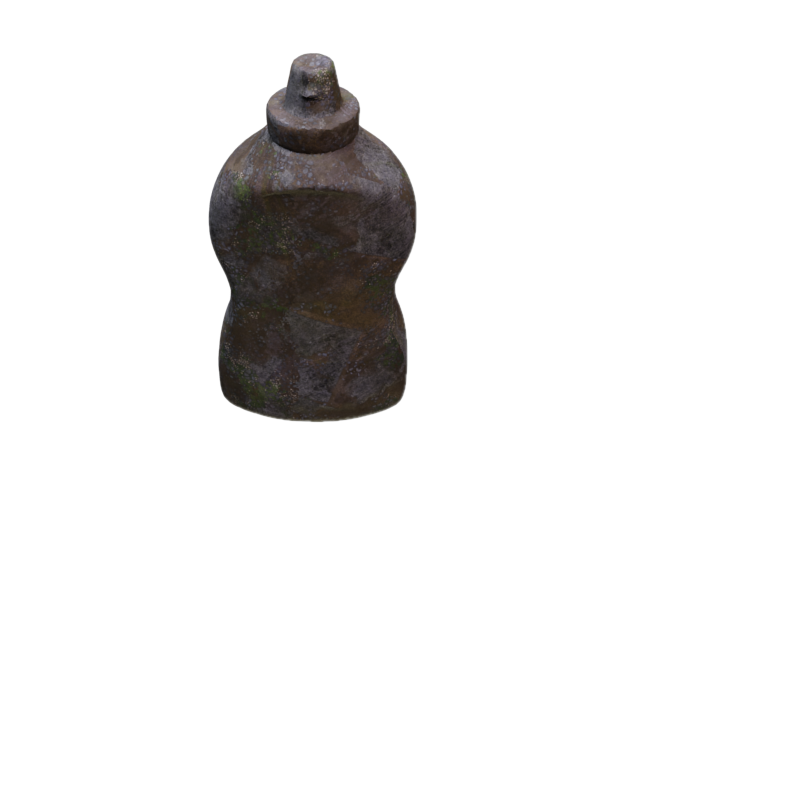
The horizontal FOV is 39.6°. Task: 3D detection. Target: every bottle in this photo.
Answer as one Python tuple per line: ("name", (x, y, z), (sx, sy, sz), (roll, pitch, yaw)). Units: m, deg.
("bottle", (-0.041, -0.075, 0.524), (0.096, 0.179, 0.062), (3, 40, 0))
